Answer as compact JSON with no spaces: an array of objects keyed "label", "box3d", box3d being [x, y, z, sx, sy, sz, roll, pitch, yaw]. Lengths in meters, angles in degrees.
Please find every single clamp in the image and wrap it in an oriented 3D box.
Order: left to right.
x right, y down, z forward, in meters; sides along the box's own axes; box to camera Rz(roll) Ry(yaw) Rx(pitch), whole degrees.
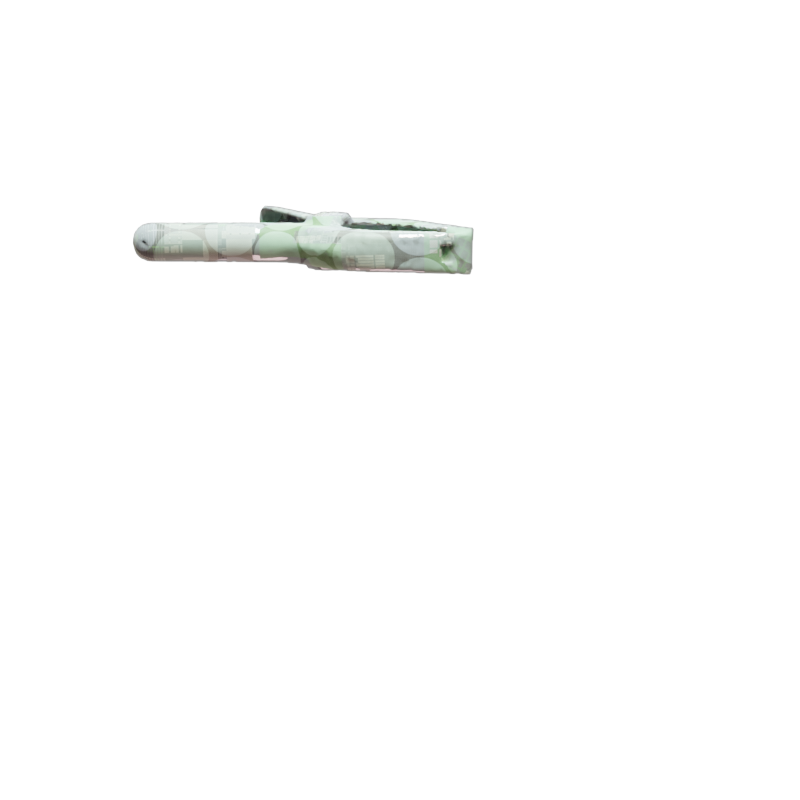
[{"label":"clamp","box3d":[-0.057,-0.103,0.724,0.220,0.035,0.162,11,19,33]}]
